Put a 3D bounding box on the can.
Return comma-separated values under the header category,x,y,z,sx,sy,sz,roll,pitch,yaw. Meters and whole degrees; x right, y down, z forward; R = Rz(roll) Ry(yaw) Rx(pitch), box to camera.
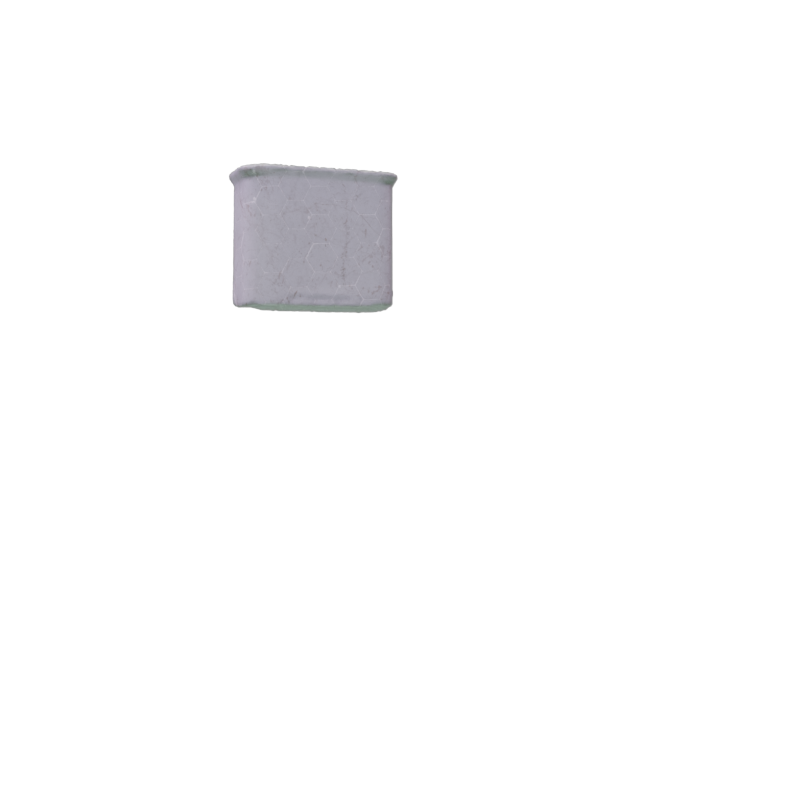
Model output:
category,x,y,z,sx,sy,sz,roll,pitch,yaw
can,-0.053,-0.097,0.682,0.099,0.085,0.058,1,-5,-20
